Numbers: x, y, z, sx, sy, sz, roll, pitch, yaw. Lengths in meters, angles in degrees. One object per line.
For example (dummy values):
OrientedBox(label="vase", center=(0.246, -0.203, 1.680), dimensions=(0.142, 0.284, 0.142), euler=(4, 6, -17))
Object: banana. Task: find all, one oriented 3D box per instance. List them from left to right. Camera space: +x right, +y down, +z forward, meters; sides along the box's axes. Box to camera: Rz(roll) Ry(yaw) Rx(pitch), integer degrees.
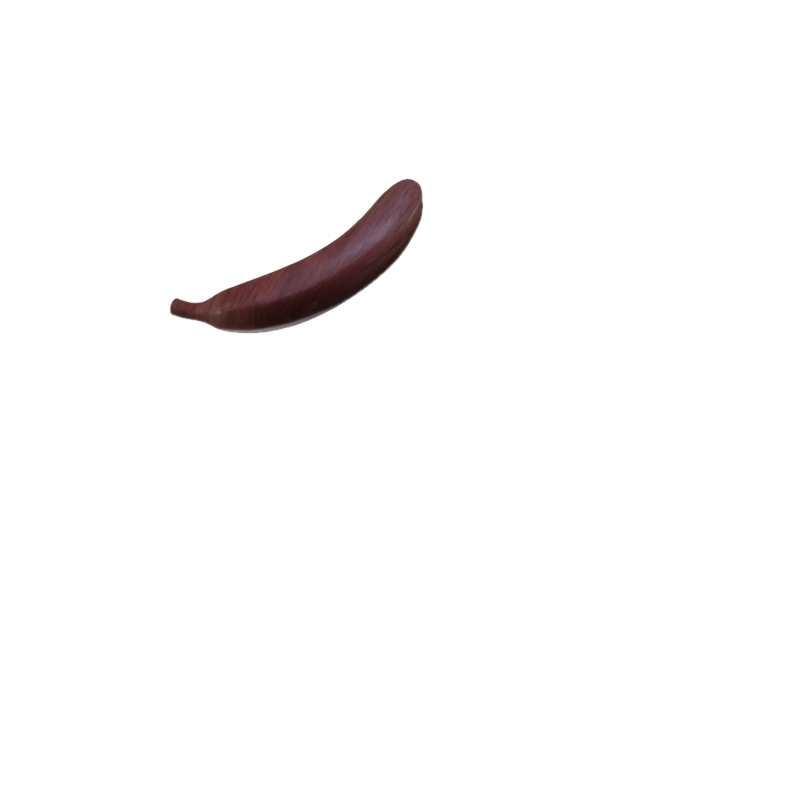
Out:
OrientedBox(label="banana", center=(-0.048, -0.090, 0.712), dimensions=(0.197, 0.034, 0.075), euler=(-30, 54, -25))
